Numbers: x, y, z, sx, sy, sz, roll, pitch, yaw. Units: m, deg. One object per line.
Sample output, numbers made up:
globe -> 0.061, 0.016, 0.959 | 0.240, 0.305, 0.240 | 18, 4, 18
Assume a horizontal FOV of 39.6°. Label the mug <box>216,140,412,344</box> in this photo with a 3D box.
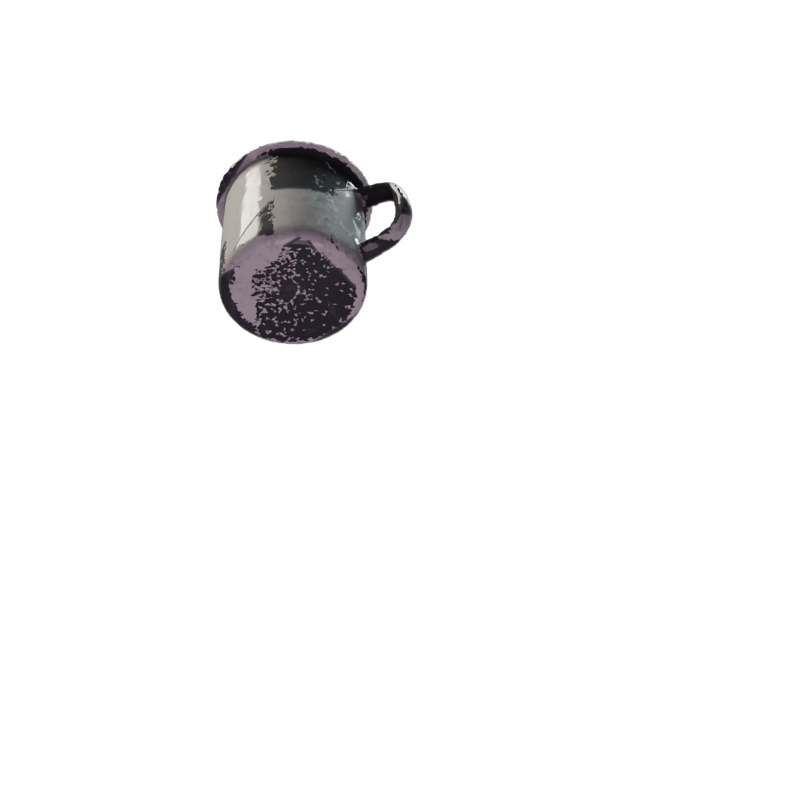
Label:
mug -> -0.049, -0.089, 0.625 | 0.118, 0.086, 0.087 | -15, 41, 12
